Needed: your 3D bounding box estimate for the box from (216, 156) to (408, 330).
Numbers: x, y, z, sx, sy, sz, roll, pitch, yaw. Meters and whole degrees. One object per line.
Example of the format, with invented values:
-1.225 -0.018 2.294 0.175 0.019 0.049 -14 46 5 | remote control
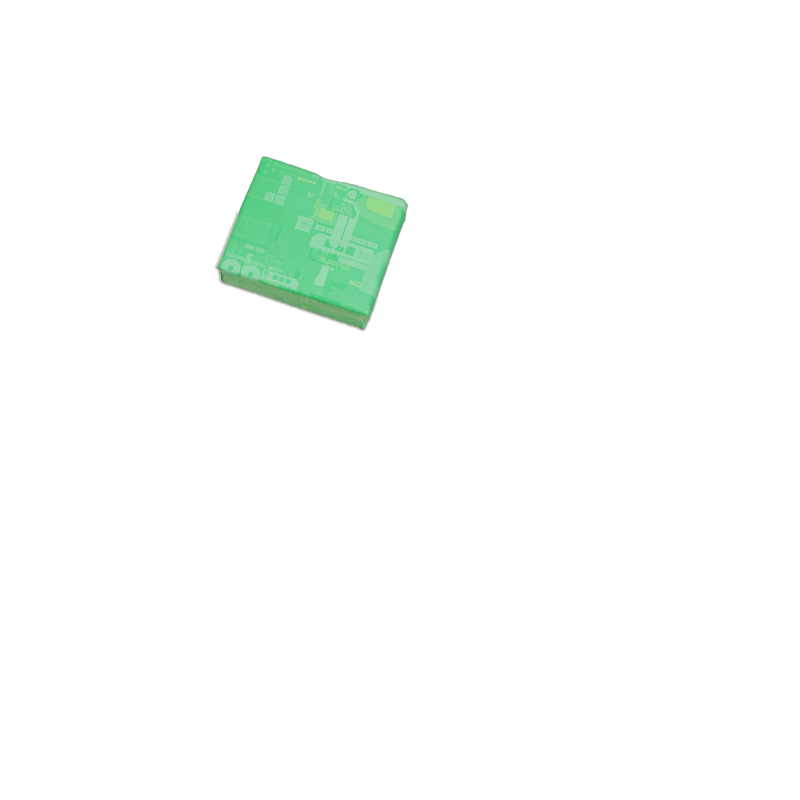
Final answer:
-0.049 -0.089 0.624 0.090 0.076 0.029 18 -20 6 | box
